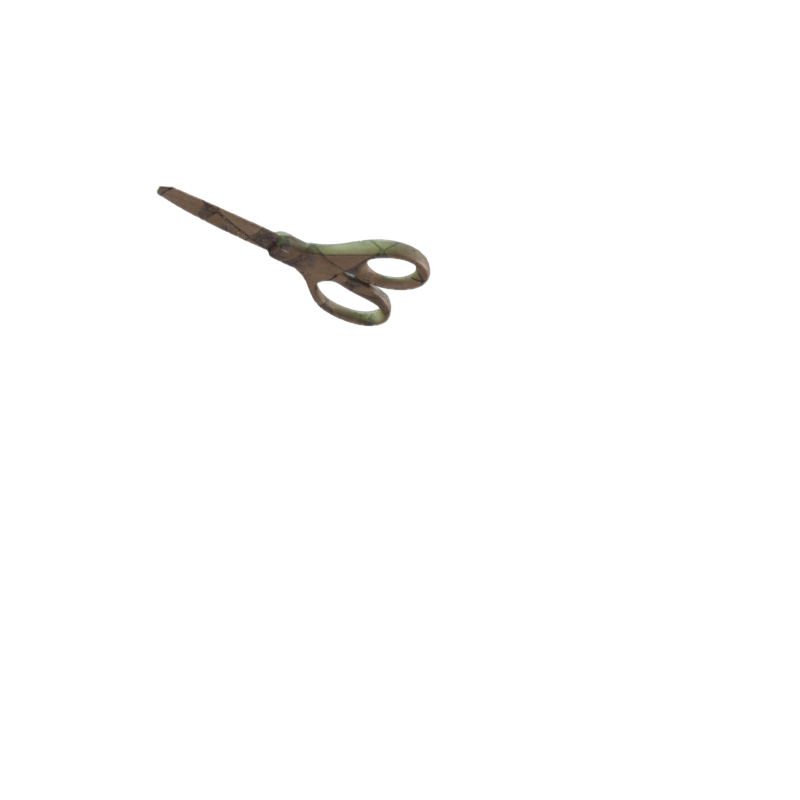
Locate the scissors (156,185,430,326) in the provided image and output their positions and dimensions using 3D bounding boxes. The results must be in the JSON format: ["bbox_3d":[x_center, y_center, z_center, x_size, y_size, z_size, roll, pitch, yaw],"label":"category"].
[{"bbox_3d":[-0.057,-0.105,0.733,0.097,0.017,0.187,-21,-38,30],"label":"scissors"}]
